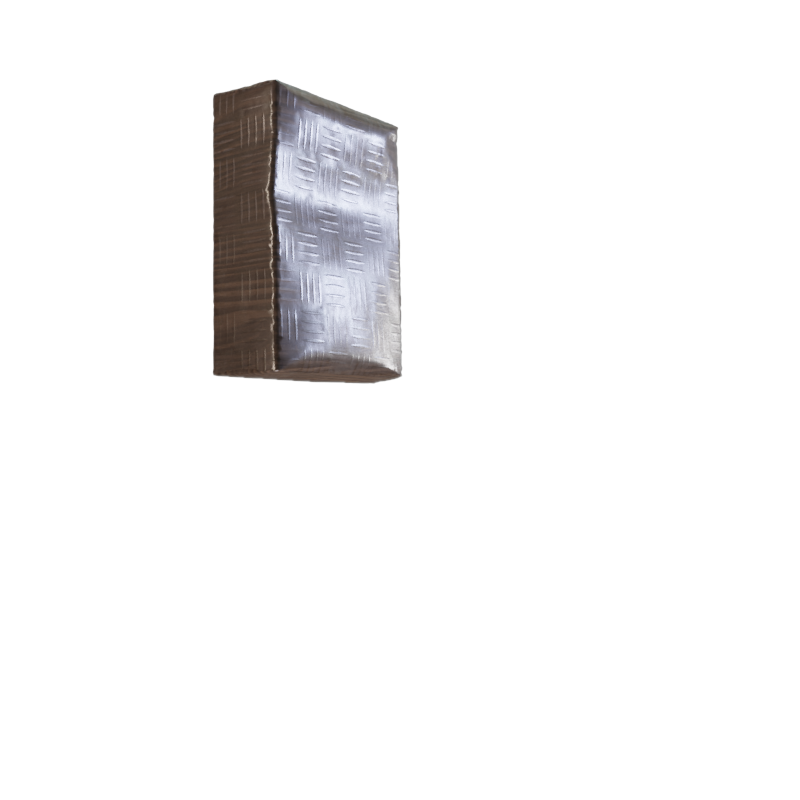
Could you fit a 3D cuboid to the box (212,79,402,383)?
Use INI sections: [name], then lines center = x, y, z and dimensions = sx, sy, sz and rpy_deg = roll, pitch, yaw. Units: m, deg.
[box]
center = -0.067, -0.123, 0.859
dimensions = 0.074, 0.219, 0.156
rpy_deg = -7, -9, 35
